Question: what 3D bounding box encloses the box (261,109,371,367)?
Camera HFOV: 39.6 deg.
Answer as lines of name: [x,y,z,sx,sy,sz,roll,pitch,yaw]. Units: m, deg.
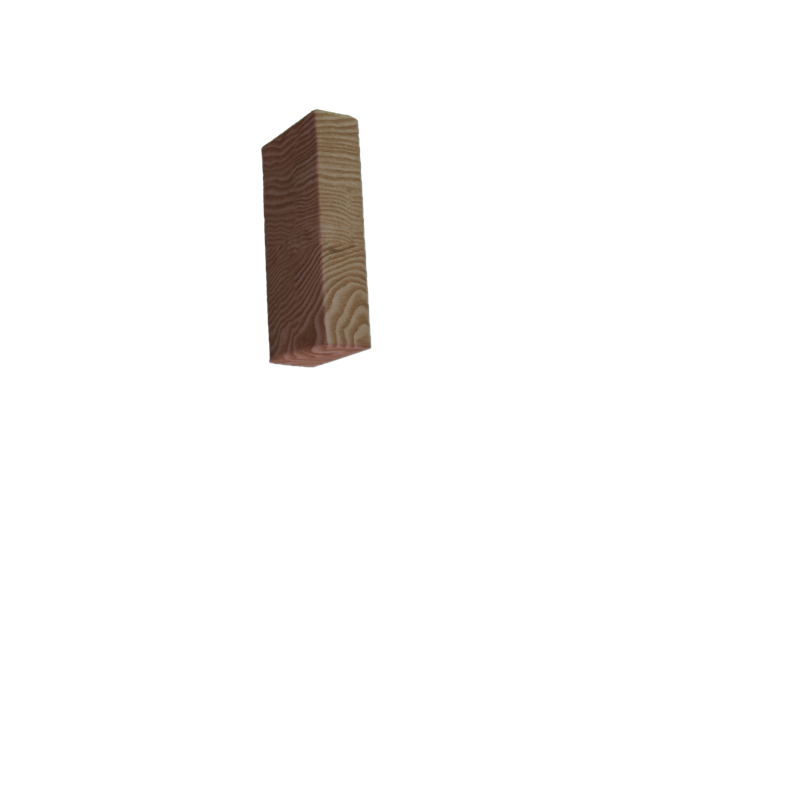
box: [-0.065,-0.118,0.830,0.046,0.183,0.094,8,-16,-31]
